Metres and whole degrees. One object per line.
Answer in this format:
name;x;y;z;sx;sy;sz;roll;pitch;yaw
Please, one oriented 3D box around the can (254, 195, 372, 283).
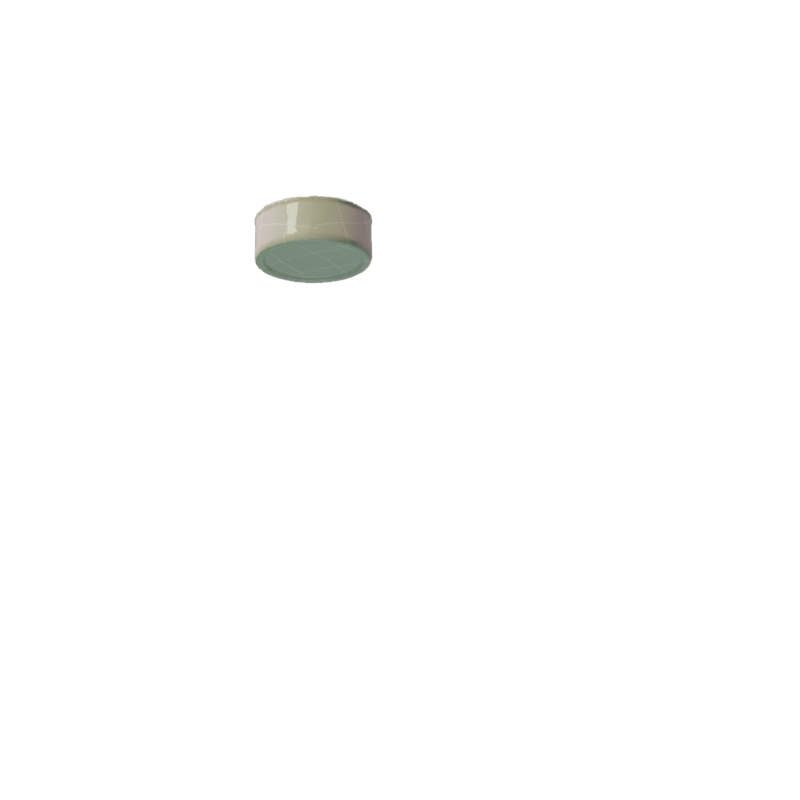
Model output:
can;-0.063;-0.114;0.799;0.086;0.035;0.082;0;-17;-2
